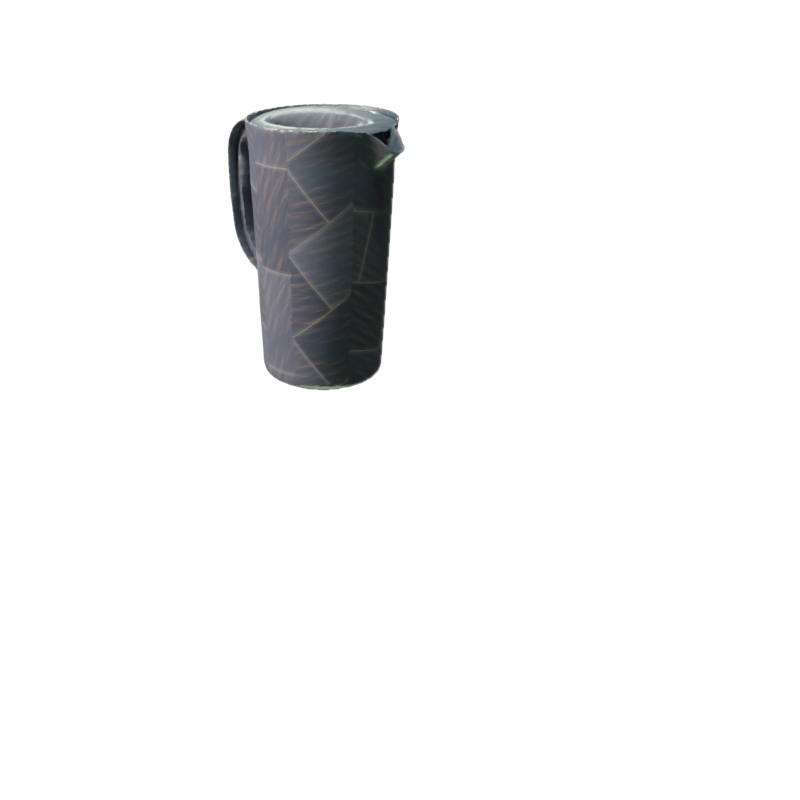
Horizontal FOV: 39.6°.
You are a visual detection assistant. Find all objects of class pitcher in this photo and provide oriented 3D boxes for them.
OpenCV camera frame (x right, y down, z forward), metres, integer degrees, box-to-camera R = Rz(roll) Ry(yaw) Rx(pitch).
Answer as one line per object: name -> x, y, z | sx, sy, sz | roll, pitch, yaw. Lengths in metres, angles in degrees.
pitcher -> -0.078, -0.141, 0.990 | 0.143, 0.233, 0.157 | -2, 20, -8
